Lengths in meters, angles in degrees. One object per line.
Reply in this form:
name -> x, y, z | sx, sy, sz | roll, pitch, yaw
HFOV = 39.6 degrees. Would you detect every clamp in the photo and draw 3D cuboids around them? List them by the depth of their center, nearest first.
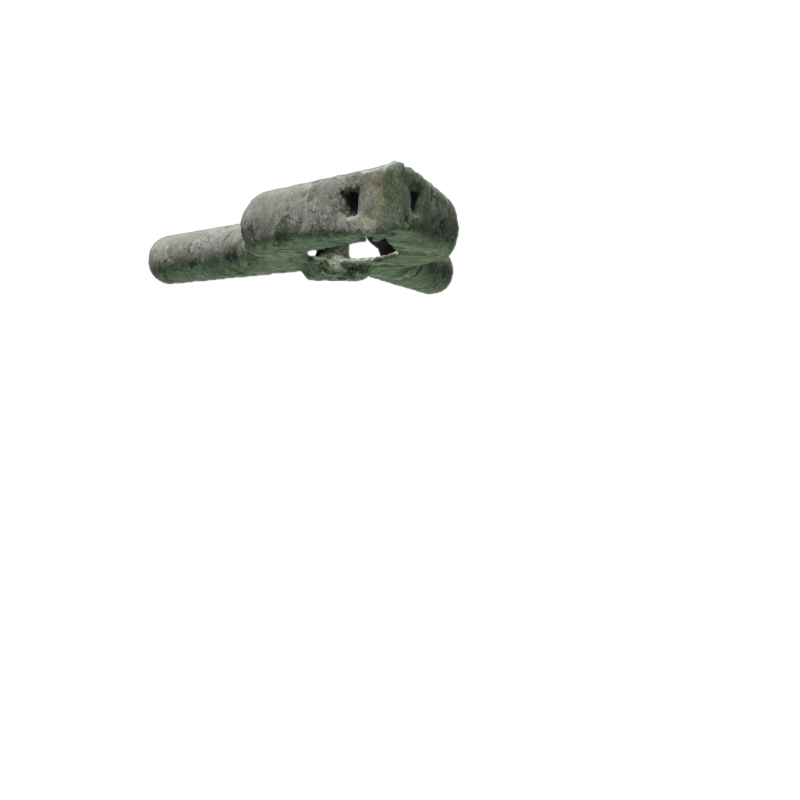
clamp -> -0.040, -0.074, 0.515 | 0.163, 0.037, 0.209 | 0, -1, -6
